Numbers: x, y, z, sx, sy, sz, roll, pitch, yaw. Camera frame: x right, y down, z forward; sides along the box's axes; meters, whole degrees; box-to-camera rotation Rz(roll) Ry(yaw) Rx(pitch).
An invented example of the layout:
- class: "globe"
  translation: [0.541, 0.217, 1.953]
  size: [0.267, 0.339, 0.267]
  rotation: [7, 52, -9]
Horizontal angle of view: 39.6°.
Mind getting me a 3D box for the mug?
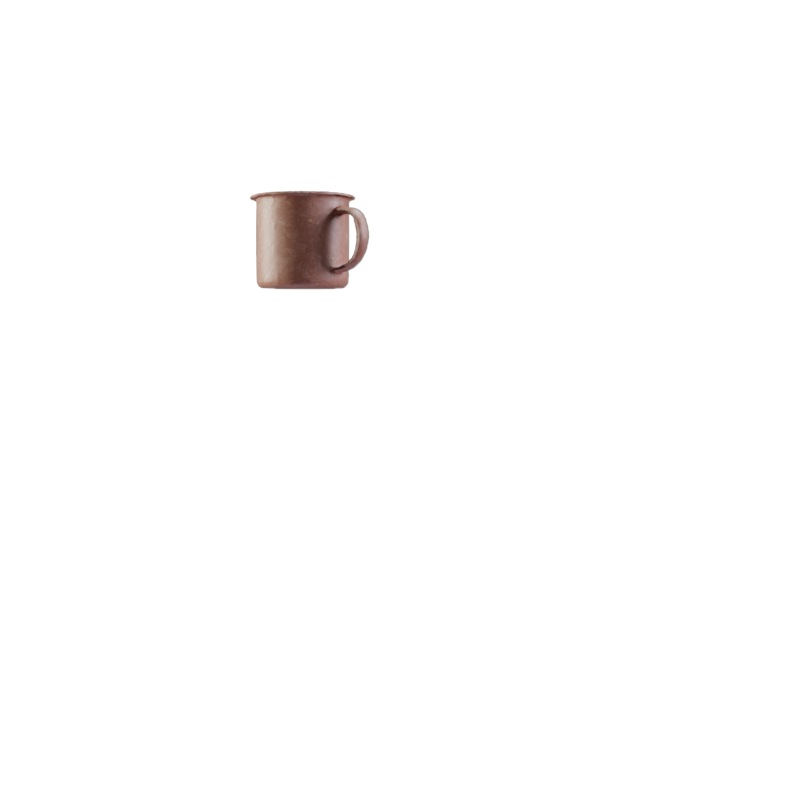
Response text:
- class: "mug"
  translation: [-0.076, -0.138, 0.970]
  size: [0.121, 0.082, 0.090]
  rotation: [1, 1, 36]
